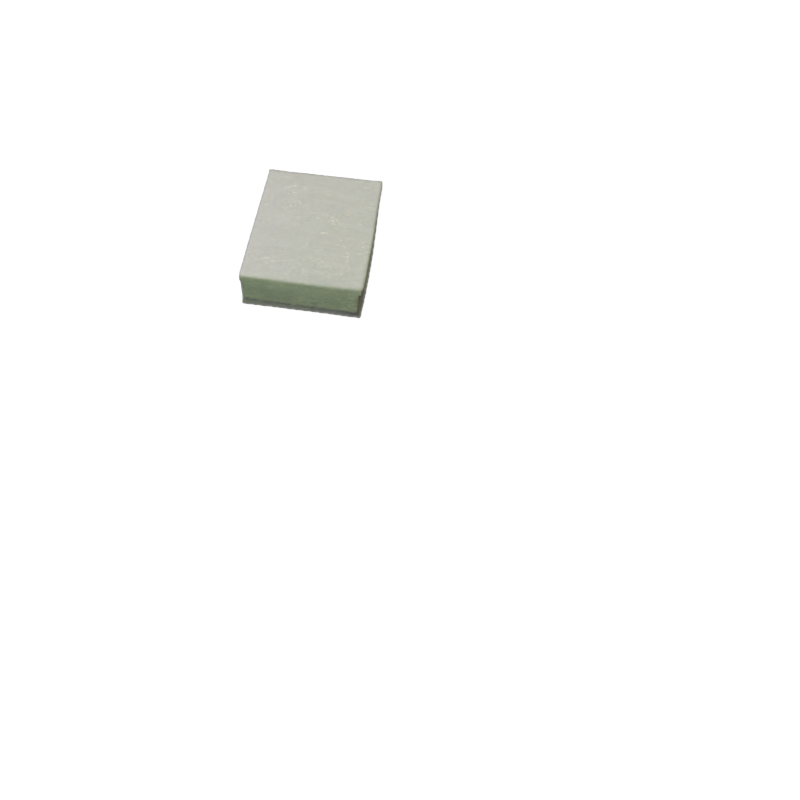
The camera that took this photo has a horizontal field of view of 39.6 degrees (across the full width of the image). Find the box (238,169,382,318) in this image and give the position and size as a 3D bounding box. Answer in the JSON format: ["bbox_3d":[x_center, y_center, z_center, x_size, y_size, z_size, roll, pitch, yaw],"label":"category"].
[{"bbox_3d":[-0.065,-0.118,0.828,0.091,0.121,0.036,6,-40,5],"label":"box"}]
